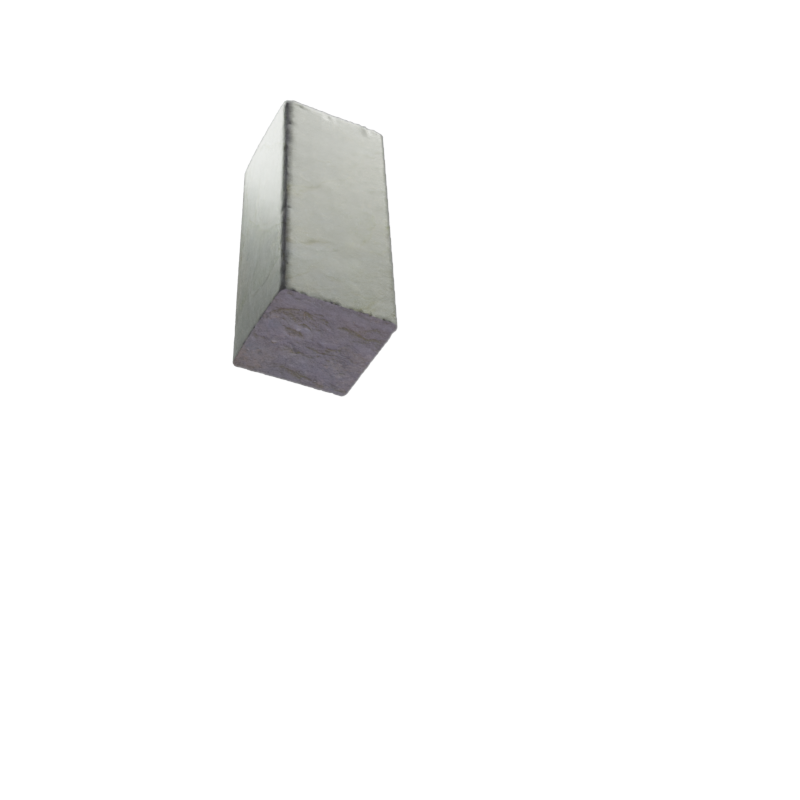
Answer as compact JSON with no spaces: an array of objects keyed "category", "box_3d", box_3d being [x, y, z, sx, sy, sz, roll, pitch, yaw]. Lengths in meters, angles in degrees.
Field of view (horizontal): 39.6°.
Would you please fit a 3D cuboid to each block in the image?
[{"category":"block","box_3d":[-0.066,-0.120,0.839,0.087,0.221,0.087,17,-46,-21]}]
